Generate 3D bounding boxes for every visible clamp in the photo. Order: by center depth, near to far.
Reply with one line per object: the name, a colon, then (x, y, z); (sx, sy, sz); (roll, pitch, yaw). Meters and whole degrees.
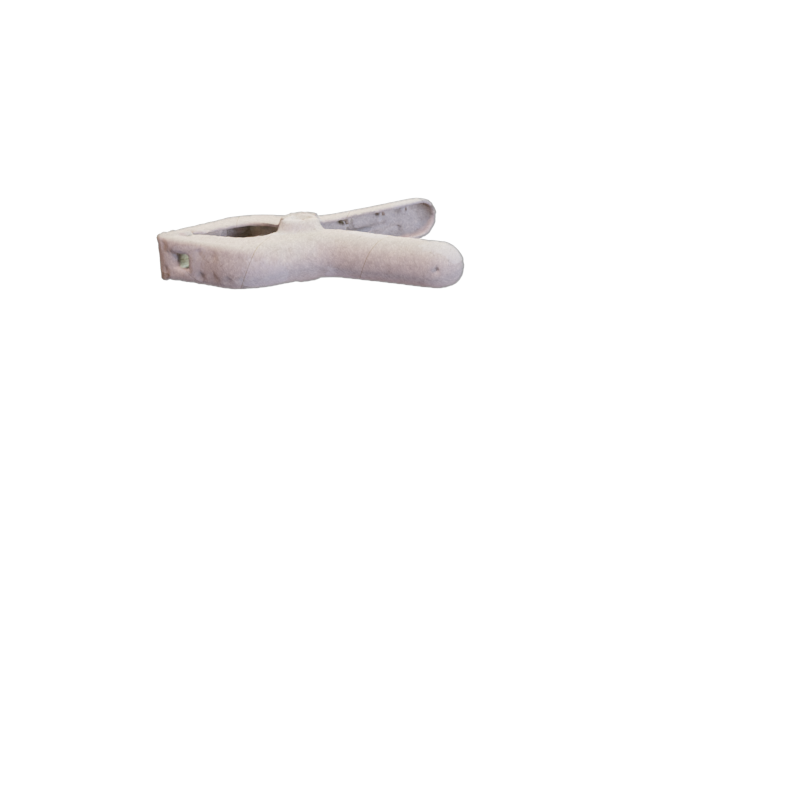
clamp: (-0.050, -0.091, 0.641); (0.173, 0.038, 0.123); (2, 17, 5)
